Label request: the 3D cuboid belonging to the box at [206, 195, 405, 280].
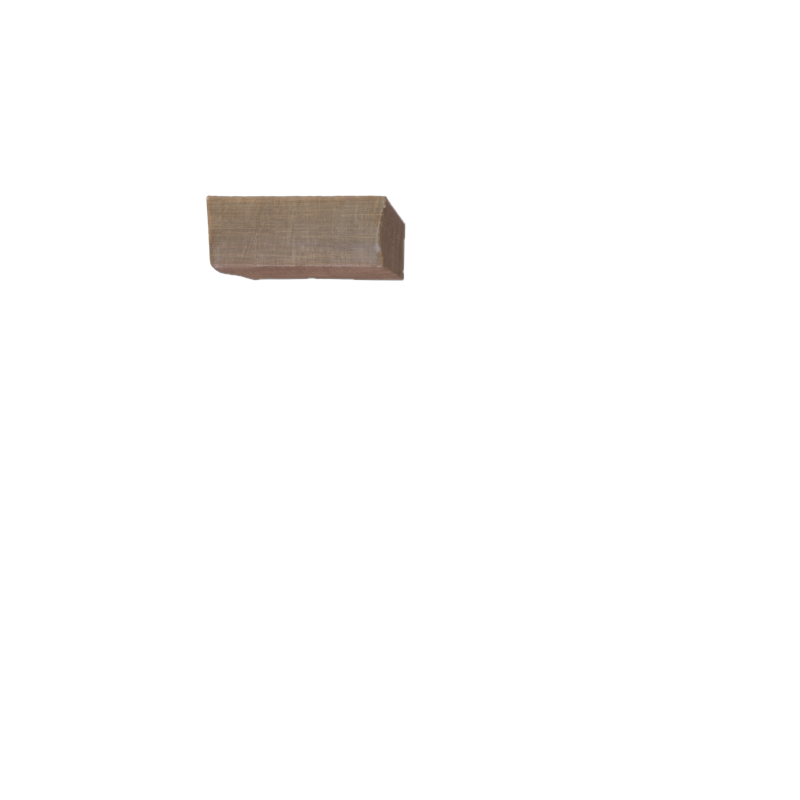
[{"bbox_3d":[-0.046,-0.083,0.585,0.091,0.039,0.112,0,3,6],"label":"box"}]
